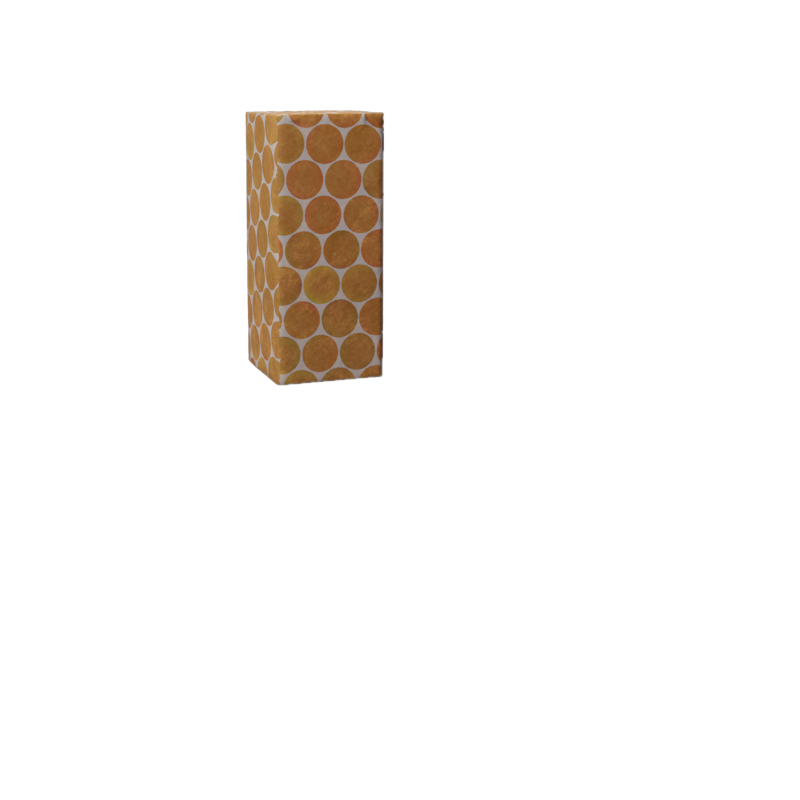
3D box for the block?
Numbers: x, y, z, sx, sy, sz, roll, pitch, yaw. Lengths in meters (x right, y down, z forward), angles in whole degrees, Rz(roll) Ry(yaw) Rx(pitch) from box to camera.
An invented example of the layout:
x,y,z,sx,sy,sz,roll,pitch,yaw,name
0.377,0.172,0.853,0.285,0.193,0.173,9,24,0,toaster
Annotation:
x,y,z,sx,sy,sz,roll,pitch,yaw,name
-0.069,-0.126,0.882,0.089,0.202,0.094,-3,10,-20,block
